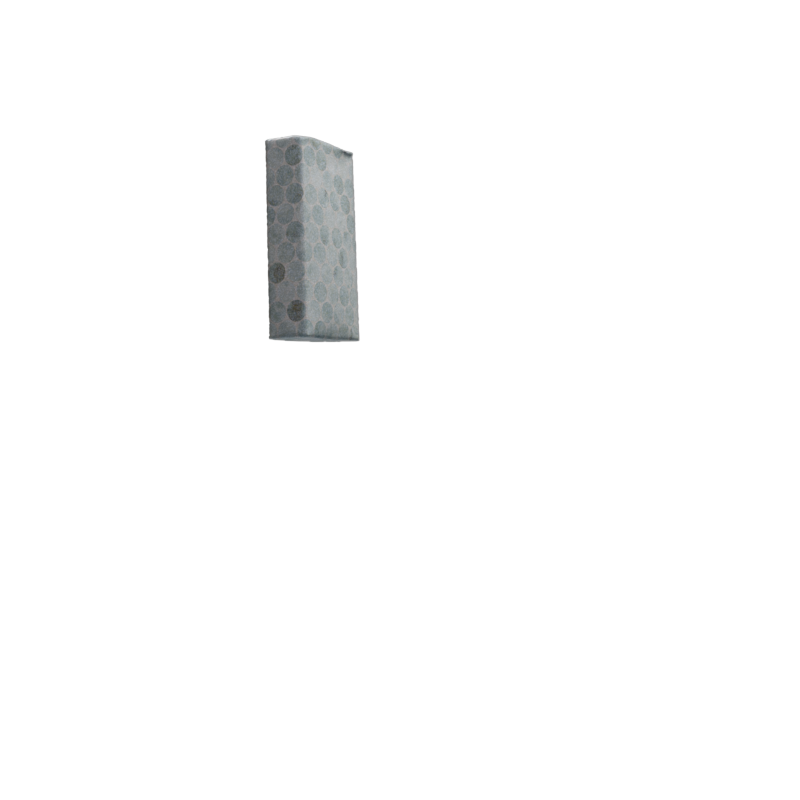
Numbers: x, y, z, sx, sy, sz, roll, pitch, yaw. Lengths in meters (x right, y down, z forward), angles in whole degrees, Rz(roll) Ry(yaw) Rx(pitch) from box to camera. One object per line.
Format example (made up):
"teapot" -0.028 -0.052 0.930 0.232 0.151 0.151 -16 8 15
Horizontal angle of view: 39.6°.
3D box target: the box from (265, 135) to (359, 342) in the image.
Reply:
"box" -0.077 -0.140 0.983 0.049 0.179 0.089 -4 -7 29
